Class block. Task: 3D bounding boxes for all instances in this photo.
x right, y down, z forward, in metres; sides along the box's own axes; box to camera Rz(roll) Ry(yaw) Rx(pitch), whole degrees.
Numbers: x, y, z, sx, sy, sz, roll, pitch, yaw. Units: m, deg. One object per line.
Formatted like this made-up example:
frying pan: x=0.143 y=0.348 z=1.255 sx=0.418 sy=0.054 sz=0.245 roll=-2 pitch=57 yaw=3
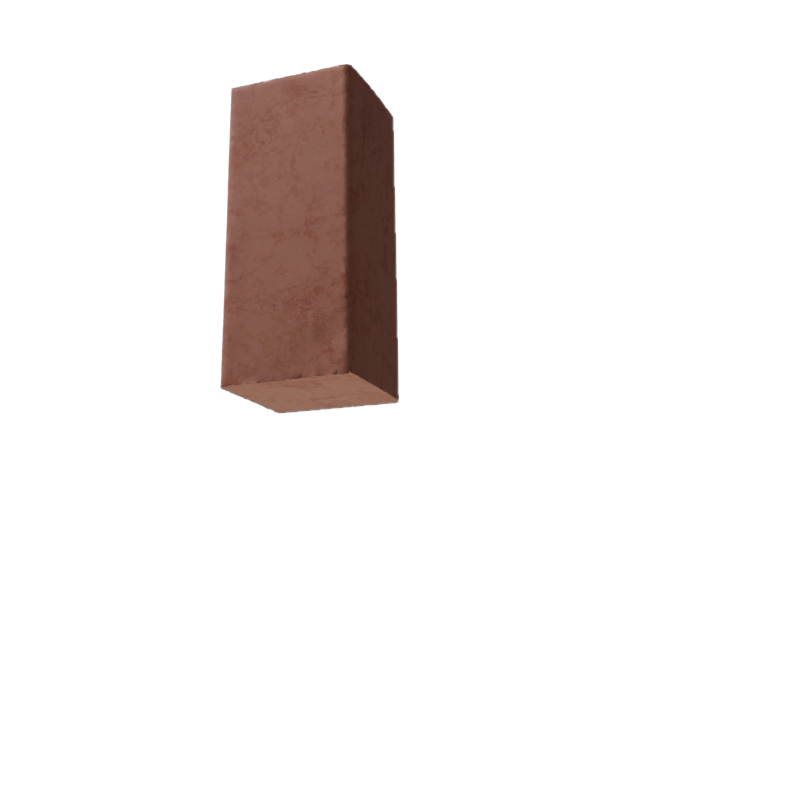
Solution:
block: x=-0.057 y=-0.105 z=0.734 sx=0.092 sy=0.216 sz=0.085 roll=-8 pitch=-20 yaw=20
